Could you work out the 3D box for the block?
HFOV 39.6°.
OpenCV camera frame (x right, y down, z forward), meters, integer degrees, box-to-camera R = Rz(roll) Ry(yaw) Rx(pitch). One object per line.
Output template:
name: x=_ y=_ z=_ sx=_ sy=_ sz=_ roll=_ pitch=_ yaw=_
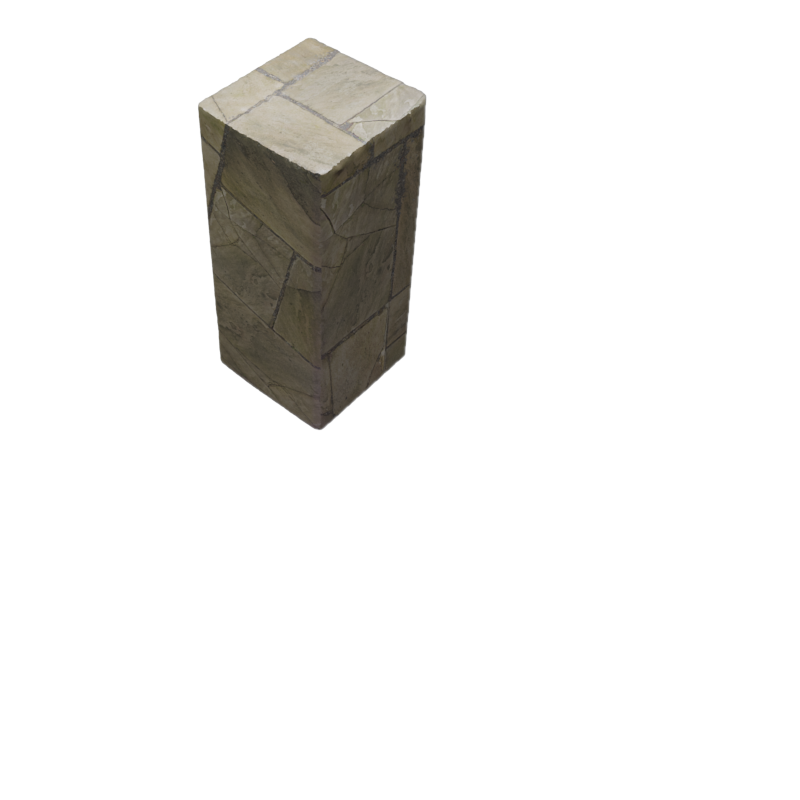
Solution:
block: x=-0.051 y=-0.093 z=0.653 sx=0.095 sy=0.192 sz=0.092 roll=33 pitch=54 yaw=25
